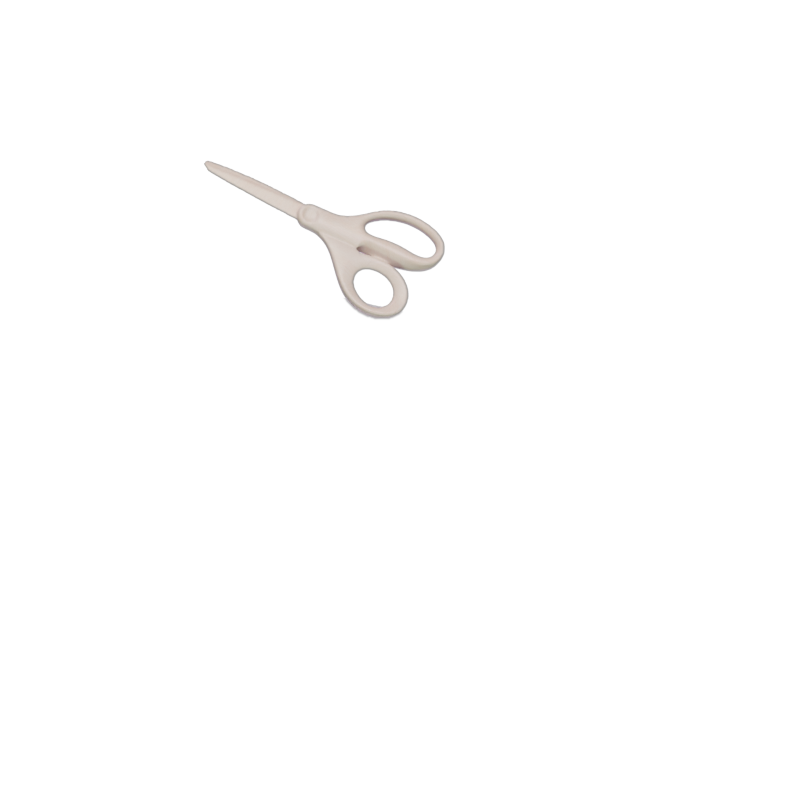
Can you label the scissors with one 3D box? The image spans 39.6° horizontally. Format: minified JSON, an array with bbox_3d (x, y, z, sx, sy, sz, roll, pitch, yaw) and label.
[{"bbox_3d":[-0.068,-0.123,0.865,0.203,0.100,0.015,13,-20,5],"label":"scissors"}]
